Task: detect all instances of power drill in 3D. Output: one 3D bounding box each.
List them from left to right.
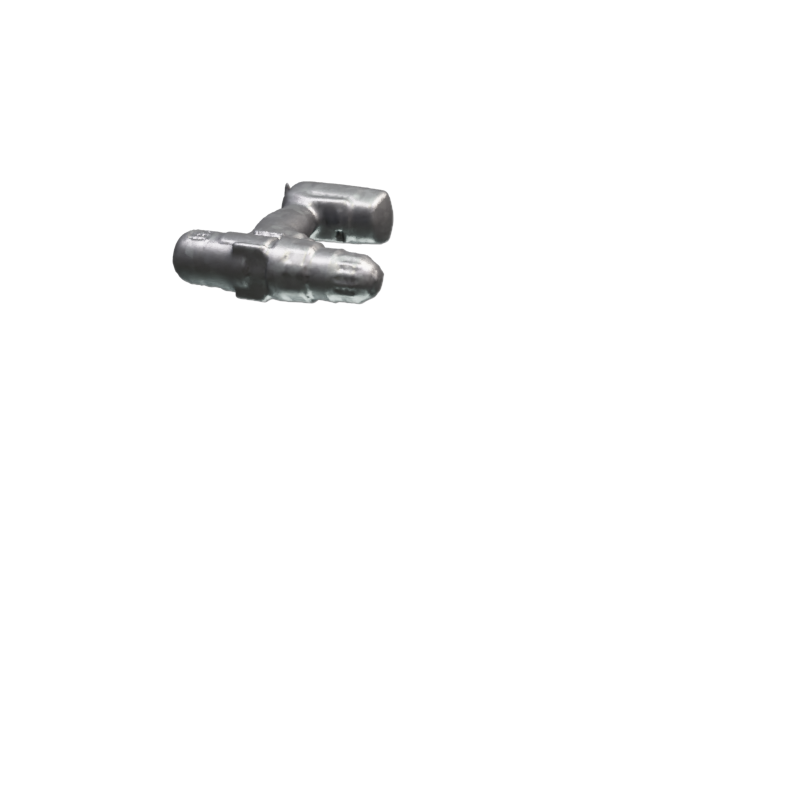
[{"bbox_3d":[-0.074,-0.136,0.951,0.191,0.055,0.190,11,26,22],"label":"power drill"}]
